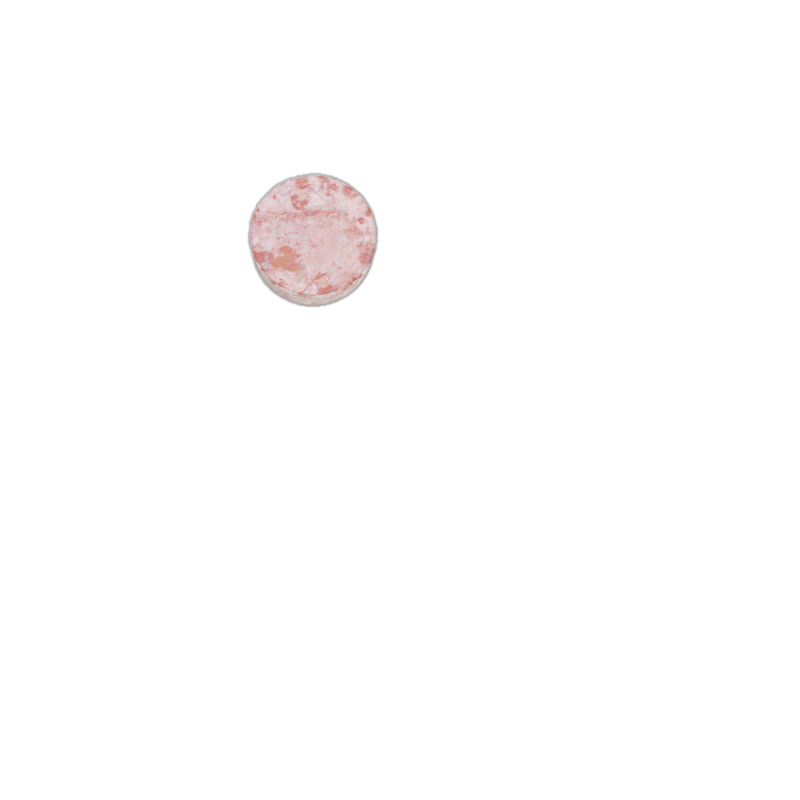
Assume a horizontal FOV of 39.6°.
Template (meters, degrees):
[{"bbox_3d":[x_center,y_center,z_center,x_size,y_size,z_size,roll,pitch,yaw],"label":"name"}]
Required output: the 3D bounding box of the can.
[{"bbox_3d":[-0.059,-0.108,0.755,0.086,0.089,0.032,0,-16,-1],"label":"can"}]
